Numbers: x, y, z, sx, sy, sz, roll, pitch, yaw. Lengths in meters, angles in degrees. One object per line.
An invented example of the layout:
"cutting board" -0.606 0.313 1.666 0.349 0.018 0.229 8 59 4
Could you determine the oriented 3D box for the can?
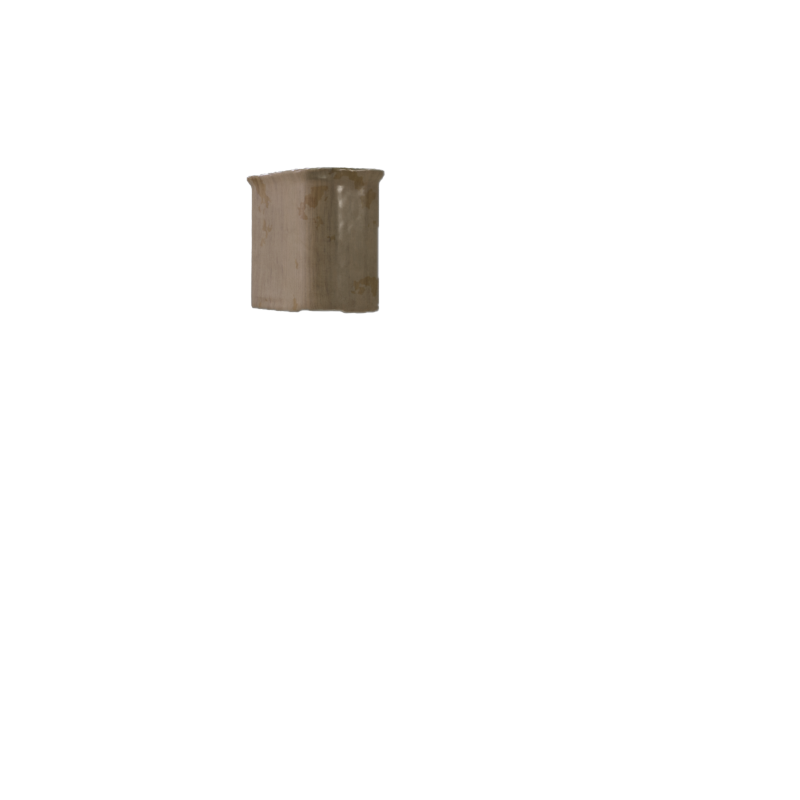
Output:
"can" -0.053 -0.097 0.678 0.056 0.084 0.106 -1 4 -31
